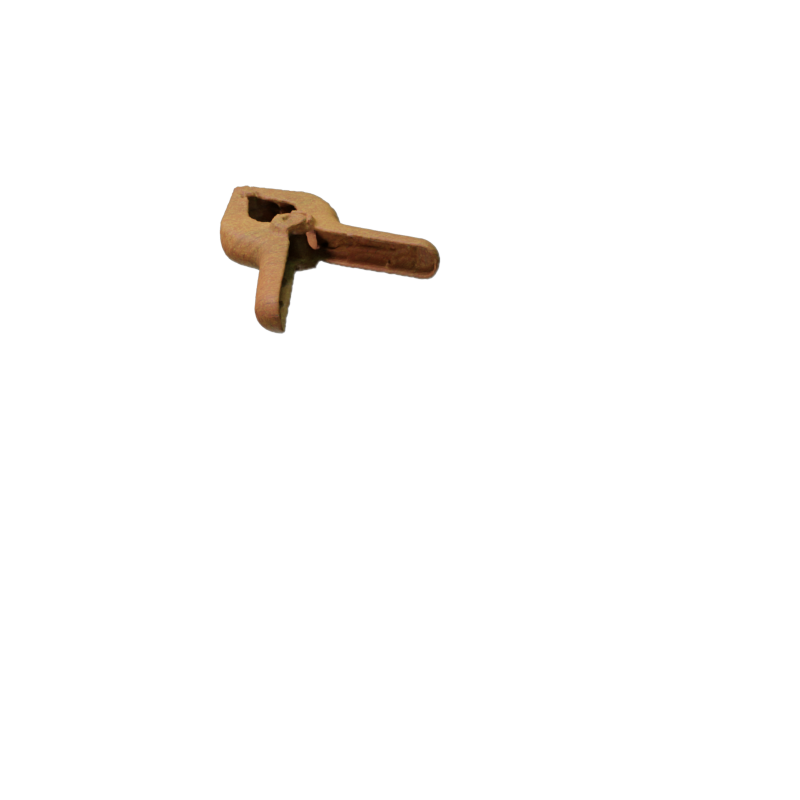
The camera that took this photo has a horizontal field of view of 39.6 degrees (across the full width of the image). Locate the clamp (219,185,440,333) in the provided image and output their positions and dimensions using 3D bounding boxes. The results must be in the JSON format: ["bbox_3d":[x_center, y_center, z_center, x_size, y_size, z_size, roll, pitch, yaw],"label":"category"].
[{"bbox_3d":[-0.056,-0.101,0.711,0.118,0.037,0.185,-12,35,-18],"label":"clamp"}]
